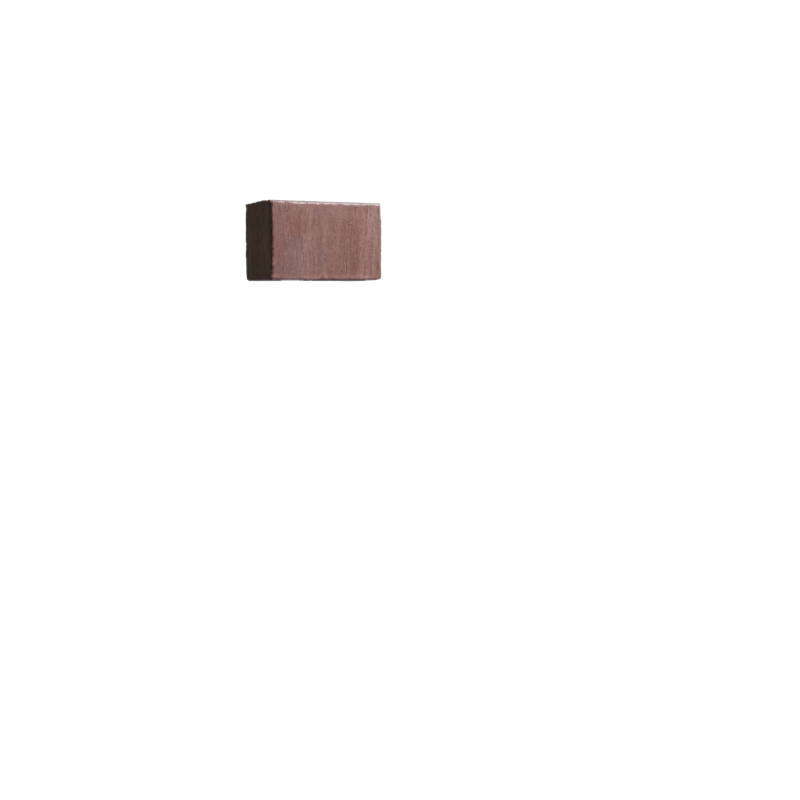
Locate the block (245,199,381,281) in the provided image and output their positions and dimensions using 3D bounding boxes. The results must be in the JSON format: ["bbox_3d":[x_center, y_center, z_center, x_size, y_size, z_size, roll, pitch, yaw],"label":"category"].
[{"bbox_3d":[-0.057,-0.103,0.723,0.076,0.051,0.054,-1,2,-23],"label":"block"}]
